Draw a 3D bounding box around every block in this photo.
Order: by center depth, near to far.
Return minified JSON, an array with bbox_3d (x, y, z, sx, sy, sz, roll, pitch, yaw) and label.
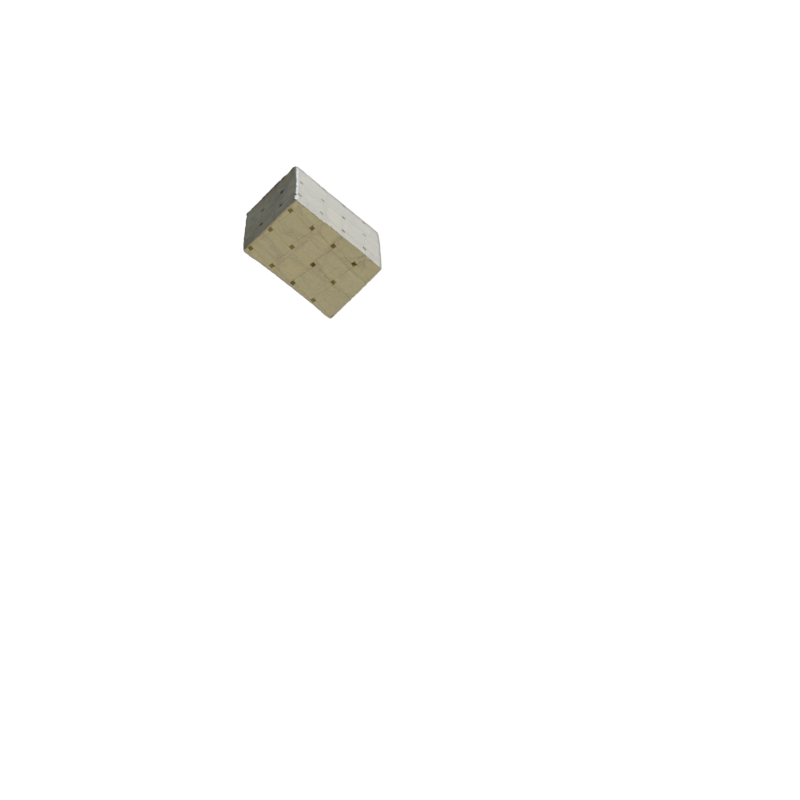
[{"bbox_3d":[-0.057,-0.104,0.730,0.074,0.052,0.054,39,23,-22],"label":"block"}]
